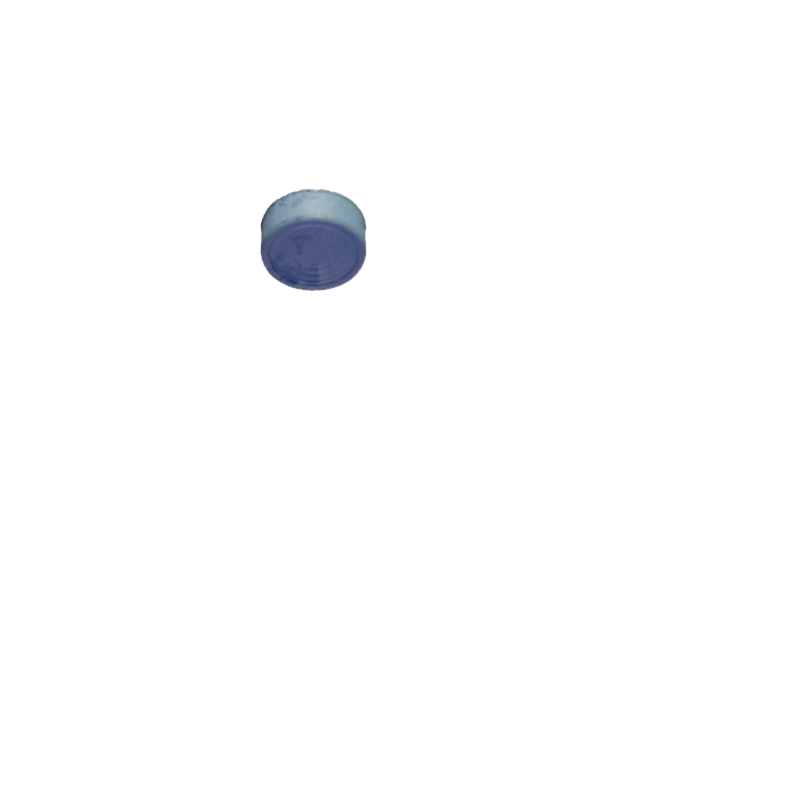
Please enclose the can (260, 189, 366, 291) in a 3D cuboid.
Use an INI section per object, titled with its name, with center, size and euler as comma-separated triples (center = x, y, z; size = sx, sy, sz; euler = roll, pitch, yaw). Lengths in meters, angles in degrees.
[can]
center = -0.070, -0.127, 0.891
size = 0.086, 0.036, 0.080
euler = 1, -41, -1
